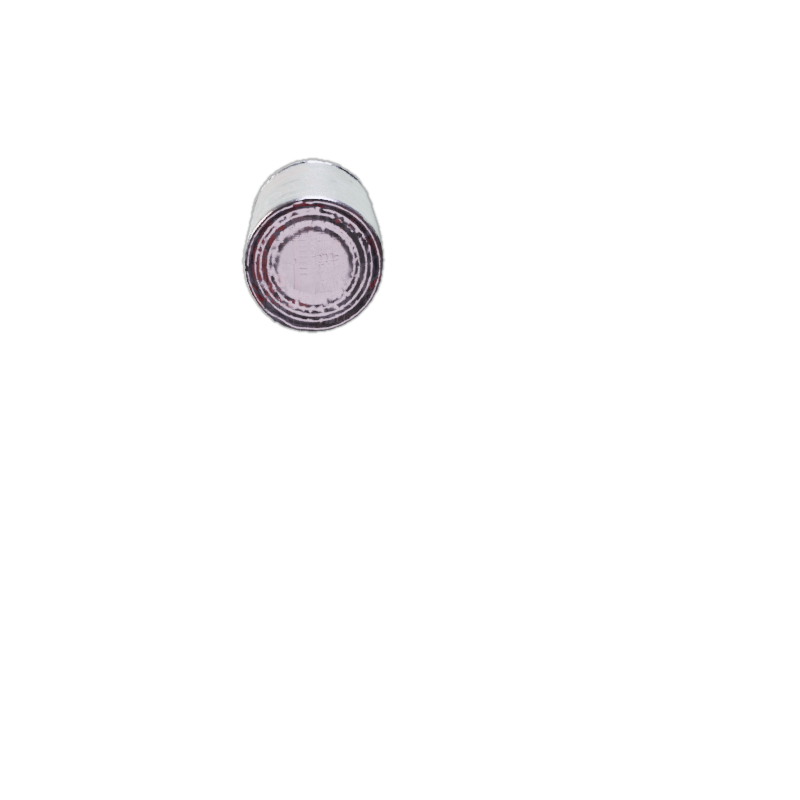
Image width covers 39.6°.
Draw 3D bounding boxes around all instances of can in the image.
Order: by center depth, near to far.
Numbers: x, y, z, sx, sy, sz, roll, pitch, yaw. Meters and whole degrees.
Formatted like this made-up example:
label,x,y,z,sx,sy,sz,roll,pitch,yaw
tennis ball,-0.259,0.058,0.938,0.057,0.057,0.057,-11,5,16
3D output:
label,x,y,z,sx,sy,sz,roll,pitch,yaw
can,-0.044,-0.081,0.568,0.068,0.066,0.107,0,19,-3
